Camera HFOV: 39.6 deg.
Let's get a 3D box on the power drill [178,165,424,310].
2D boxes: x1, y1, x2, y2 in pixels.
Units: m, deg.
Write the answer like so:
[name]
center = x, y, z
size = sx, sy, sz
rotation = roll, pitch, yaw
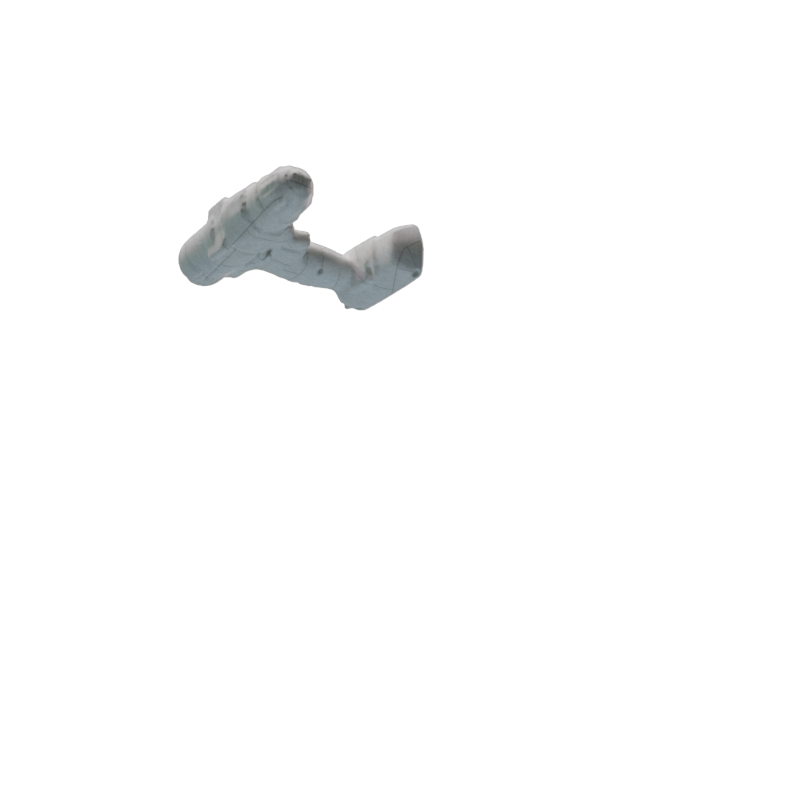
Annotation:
[power drill]
center = -0.075, -0.136, 0.956
size = 0.179, 0.060, 0.184
rotation = 12, -22, -33
